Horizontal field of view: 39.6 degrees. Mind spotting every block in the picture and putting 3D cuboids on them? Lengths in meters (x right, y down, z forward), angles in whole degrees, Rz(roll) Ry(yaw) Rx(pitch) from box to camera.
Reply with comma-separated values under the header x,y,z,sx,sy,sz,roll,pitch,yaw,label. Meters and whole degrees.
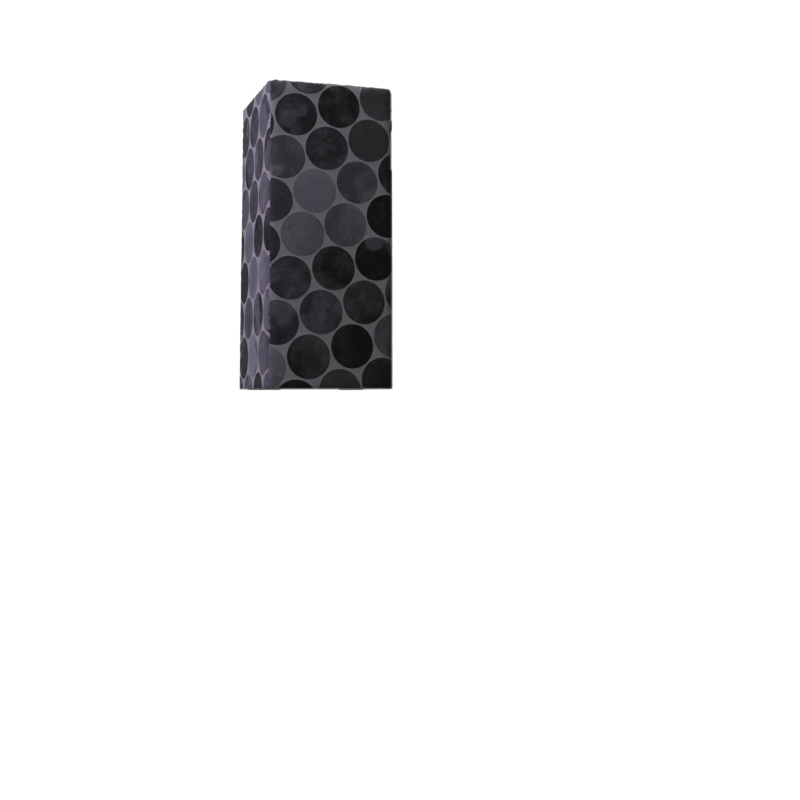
x,y,z,sx,sy,sz,roll,pitch,yaw,label
-0.060,-0.111,0.780,0.088,0.210,0.091,2,-7,-18,block
